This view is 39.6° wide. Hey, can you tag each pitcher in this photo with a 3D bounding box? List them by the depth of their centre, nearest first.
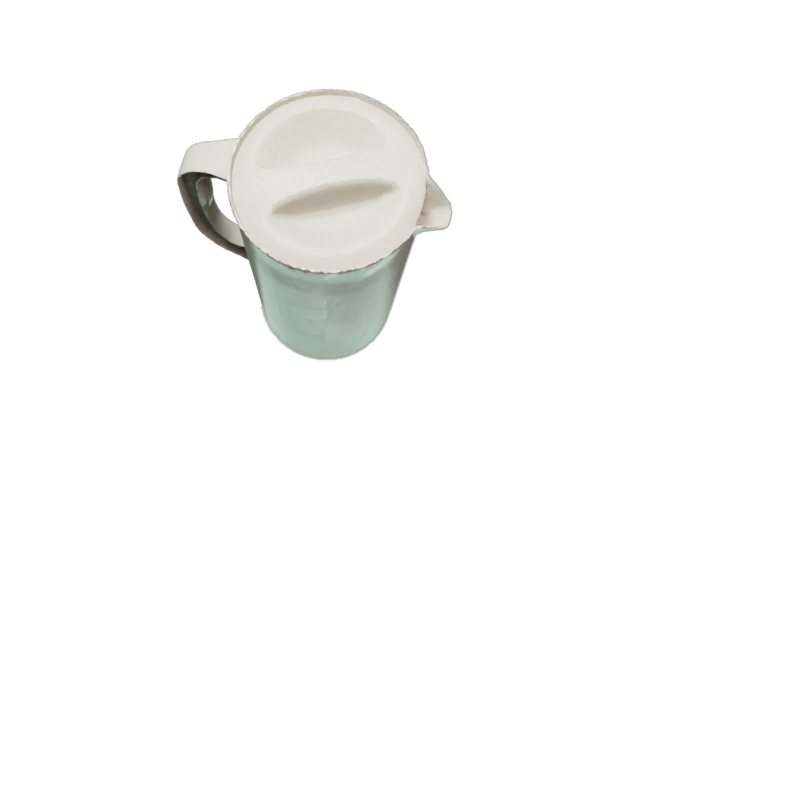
[{"bbox_3d":[-0.065,-0.118,0.824,0.145,0.156,0.232,-31,-14,-12],"label":"pitcher"}]
